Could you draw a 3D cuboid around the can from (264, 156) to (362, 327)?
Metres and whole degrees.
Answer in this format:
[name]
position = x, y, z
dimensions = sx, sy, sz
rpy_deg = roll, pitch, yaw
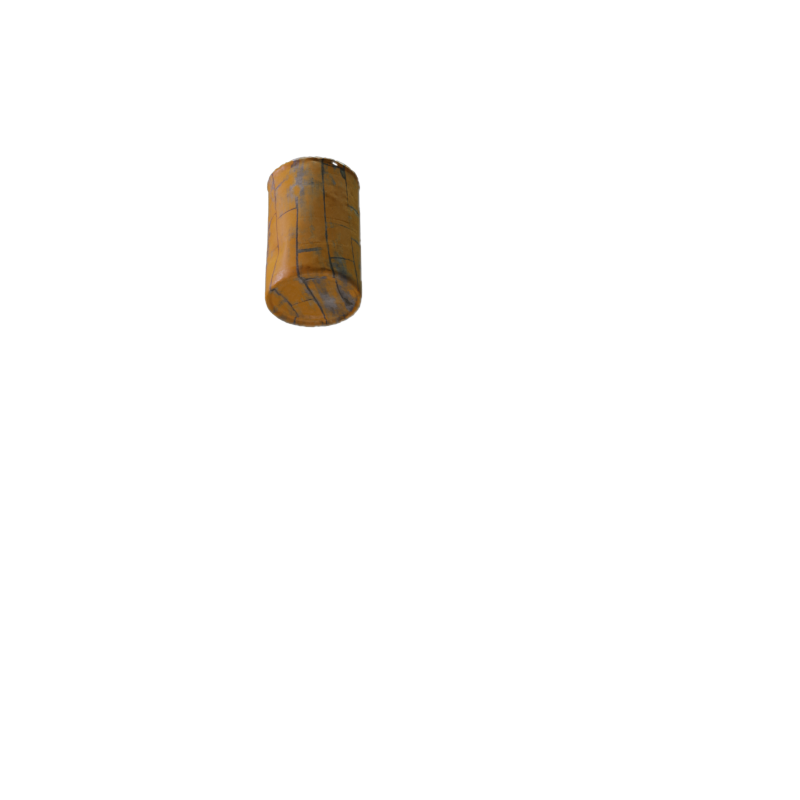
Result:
[can]
position = -0.061, -0.111, 0.779
dimensions = 0.068, 0.109, 0.064
rpy_deg = -1, -34, -2
